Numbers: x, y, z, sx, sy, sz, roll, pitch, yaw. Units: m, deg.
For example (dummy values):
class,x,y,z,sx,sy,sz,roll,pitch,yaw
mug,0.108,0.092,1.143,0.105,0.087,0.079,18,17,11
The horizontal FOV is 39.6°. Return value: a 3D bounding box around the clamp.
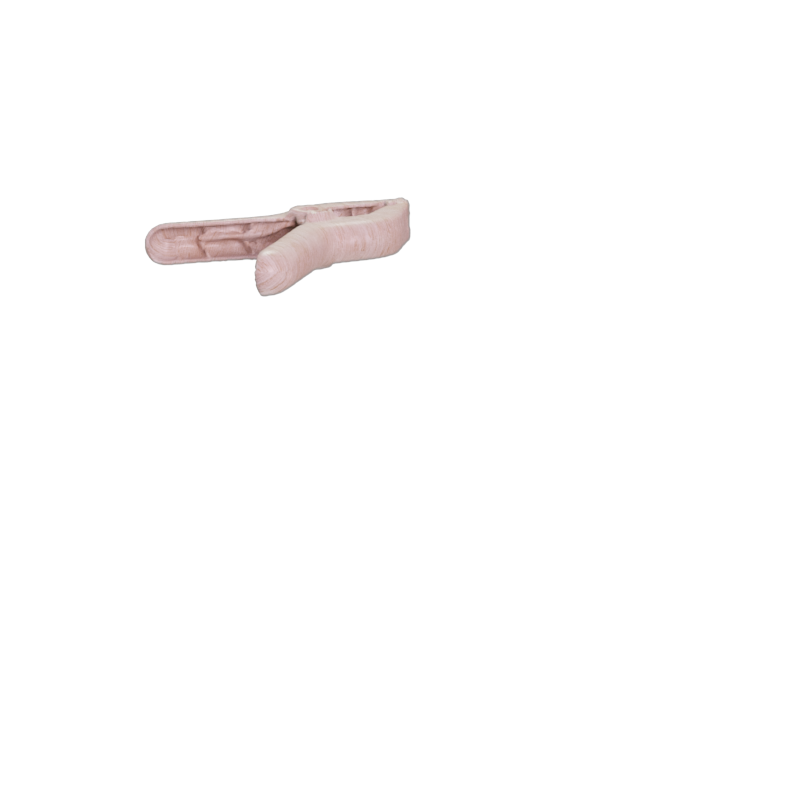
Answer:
class,x,y,z,sx,sy,sz,roll,pitch,yaw
clamp,-0.052,-0.094,0.658,0.168,0.037,0.128,-16,30,-31
